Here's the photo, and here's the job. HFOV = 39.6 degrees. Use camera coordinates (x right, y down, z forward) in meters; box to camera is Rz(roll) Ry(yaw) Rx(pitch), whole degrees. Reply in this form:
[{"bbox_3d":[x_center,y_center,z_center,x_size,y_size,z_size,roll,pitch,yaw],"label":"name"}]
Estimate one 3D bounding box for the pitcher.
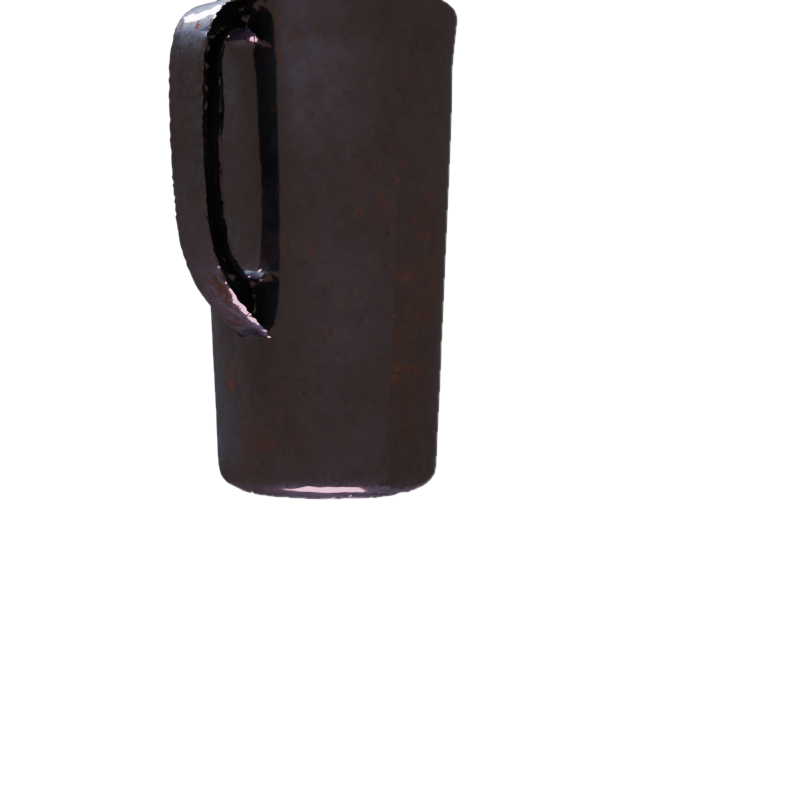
[{"bbox_3d":[-0.043,-0.079,0.551,0.147,0.246,0.146,0,-3,-12],"label":"pitcher"}]
